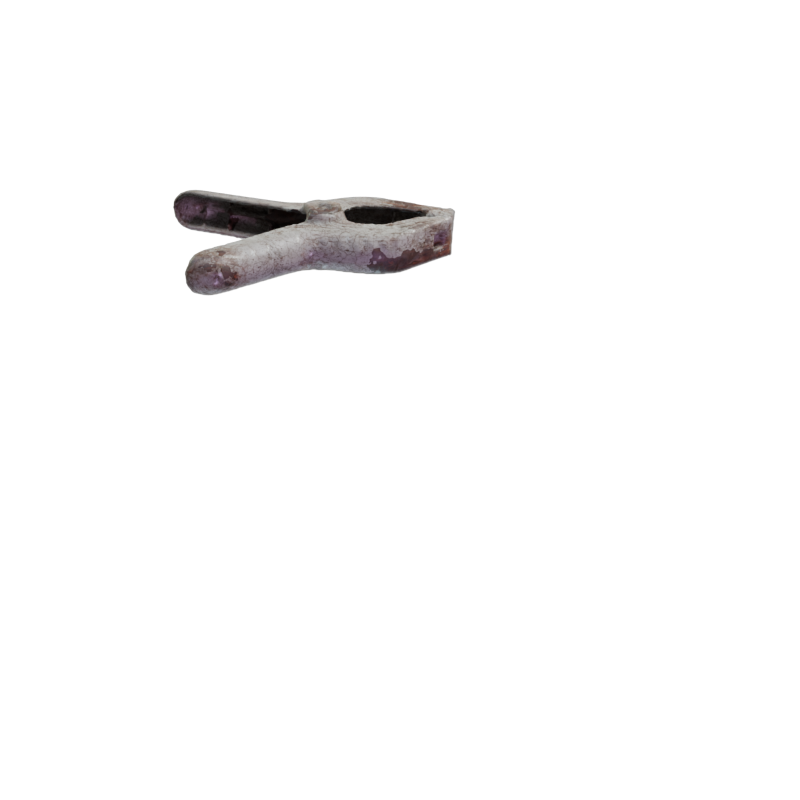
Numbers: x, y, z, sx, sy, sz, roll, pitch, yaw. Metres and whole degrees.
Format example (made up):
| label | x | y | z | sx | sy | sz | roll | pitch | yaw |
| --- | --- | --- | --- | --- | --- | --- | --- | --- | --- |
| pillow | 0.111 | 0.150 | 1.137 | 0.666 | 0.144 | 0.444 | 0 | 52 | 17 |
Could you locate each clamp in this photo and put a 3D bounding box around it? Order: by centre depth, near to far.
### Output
| label | x | y | z | sx | sy | sz | roll | pitch | yaw |
| --- | --- | --- | --- | --- | --- | --- | --- | --- | --- |
| clamp | -0.050 | -0.092 | 0.645 | 0.171 | 0.037 | 0.128 | -1 | 34 | -2 |
